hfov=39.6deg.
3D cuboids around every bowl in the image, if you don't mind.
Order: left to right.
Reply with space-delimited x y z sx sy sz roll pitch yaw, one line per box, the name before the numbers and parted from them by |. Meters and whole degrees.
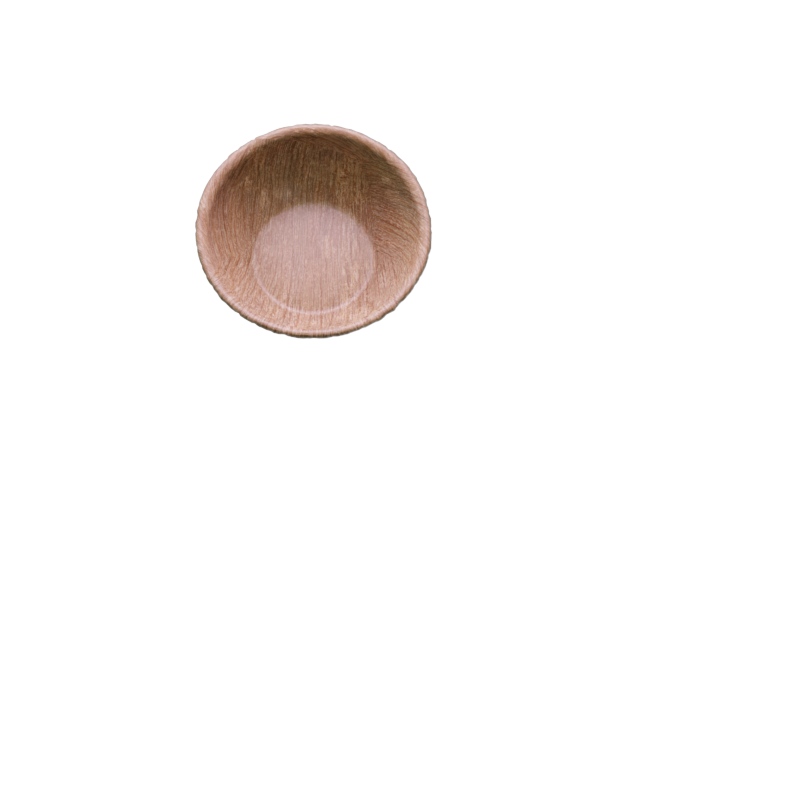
bowl | -0.061 -0.111 0.777 0.162 0.171 0.052 -1 -23 -1
